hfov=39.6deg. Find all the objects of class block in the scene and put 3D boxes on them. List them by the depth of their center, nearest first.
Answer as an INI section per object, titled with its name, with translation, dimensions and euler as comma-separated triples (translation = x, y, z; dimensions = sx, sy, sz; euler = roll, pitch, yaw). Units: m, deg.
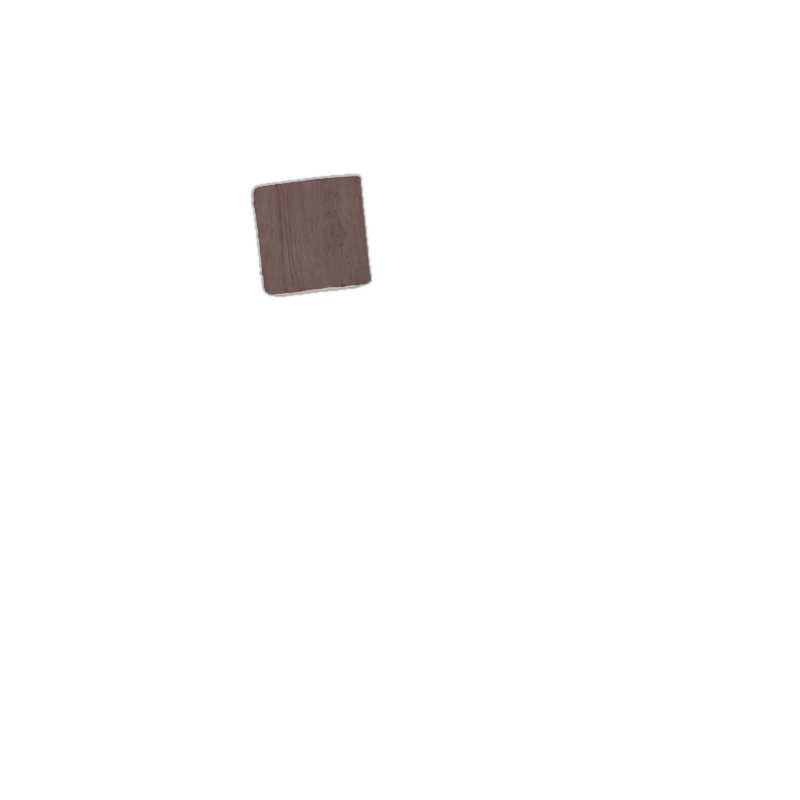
[block]
translation = -0.078, -0.142, 0.992
dimensions = 0.090, 0.091, 0.207
euler = -7, 4, -3
